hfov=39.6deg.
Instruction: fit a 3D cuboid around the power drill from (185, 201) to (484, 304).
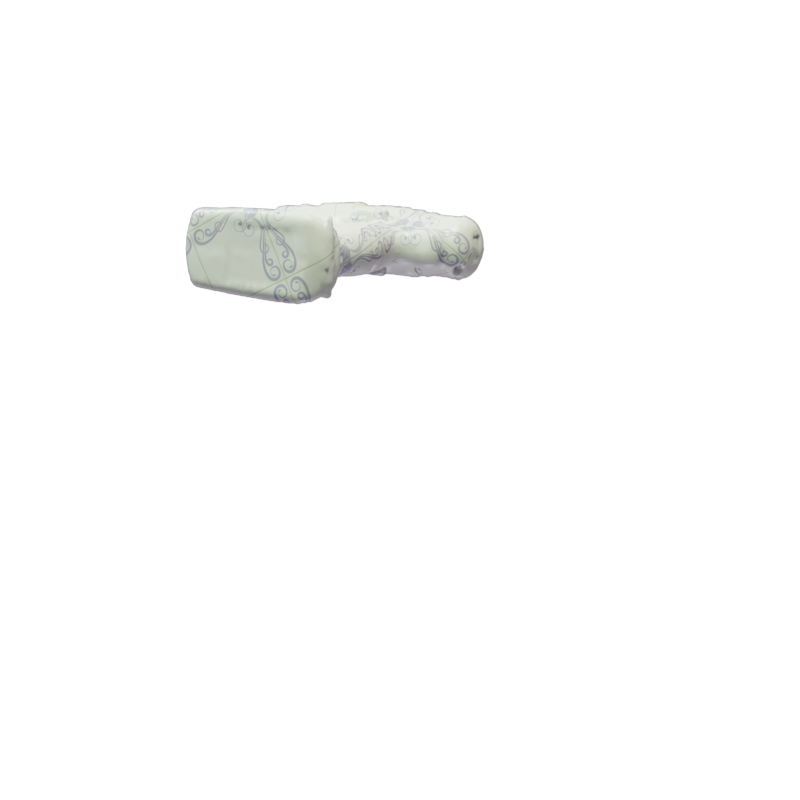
[{"bbox_3d":[-0.060,-0.109,0.767,0.192,0.056,0.184,8,15,32],"label":"power drill"}]
